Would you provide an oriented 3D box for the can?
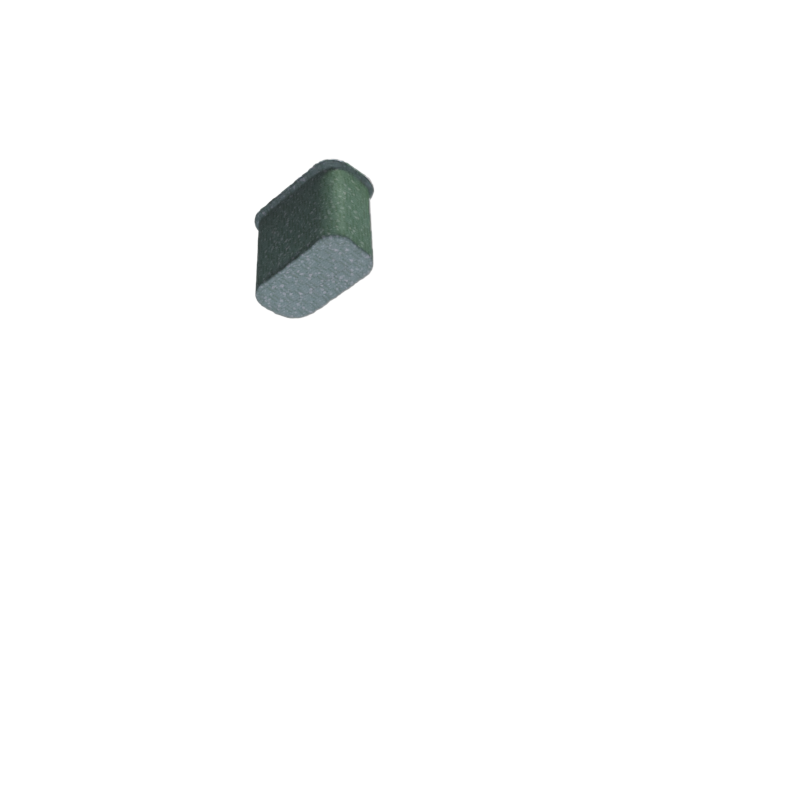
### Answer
[{"bbox_3d":[-0.067,-0.122,0.853,0.101,0.090,0.054,-34,-50,31],"label":"can"}]
